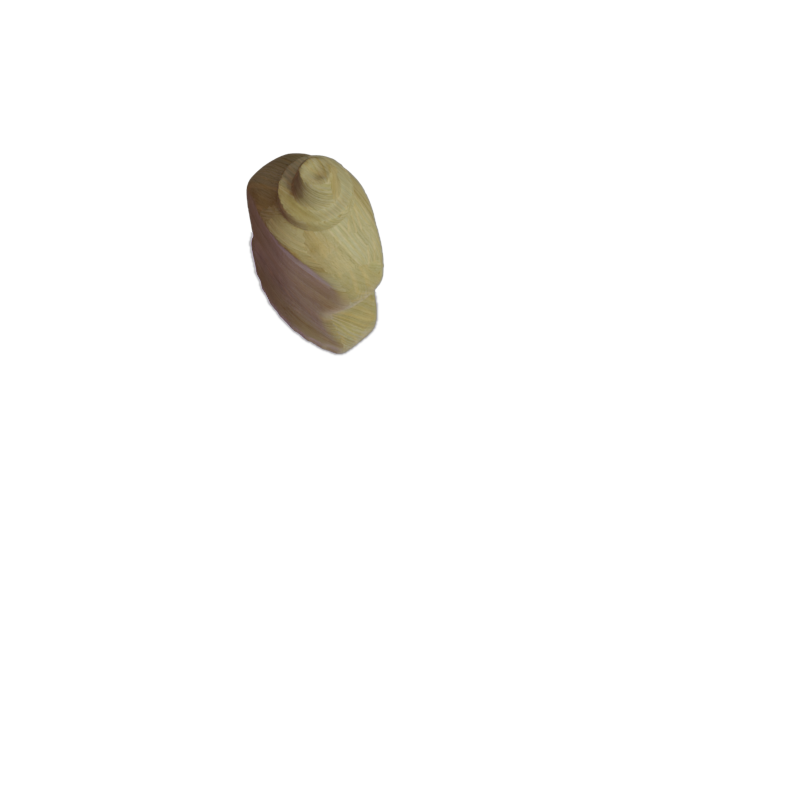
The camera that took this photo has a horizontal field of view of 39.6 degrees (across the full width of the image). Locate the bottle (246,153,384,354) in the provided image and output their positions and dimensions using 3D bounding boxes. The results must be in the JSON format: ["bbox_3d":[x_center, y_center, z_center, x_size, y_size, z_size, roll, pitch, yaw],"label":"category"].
[{"bbox_3d":[-0.051,-0.094,0.656,0.059,0.100,0.184,-37,-11,-12],"label":"bottle"}]
